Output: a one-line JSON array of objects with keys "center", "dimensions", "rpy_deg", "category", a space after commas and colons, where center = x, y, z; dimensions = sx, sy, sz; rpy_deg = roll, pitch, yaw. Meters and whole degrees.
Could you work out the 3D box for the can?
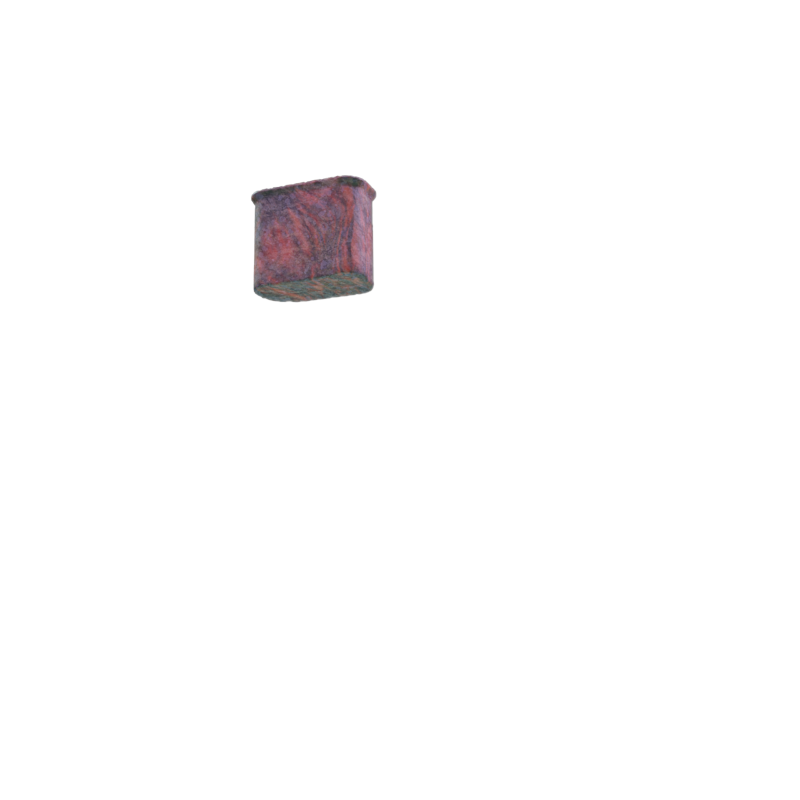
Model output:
[{"center": [-0.071, -0.129, 0.904], "dimensions": [0.104, 0.088, 0.054], "rpy_deg": [-7, -19, 21], "category": "can"}]
